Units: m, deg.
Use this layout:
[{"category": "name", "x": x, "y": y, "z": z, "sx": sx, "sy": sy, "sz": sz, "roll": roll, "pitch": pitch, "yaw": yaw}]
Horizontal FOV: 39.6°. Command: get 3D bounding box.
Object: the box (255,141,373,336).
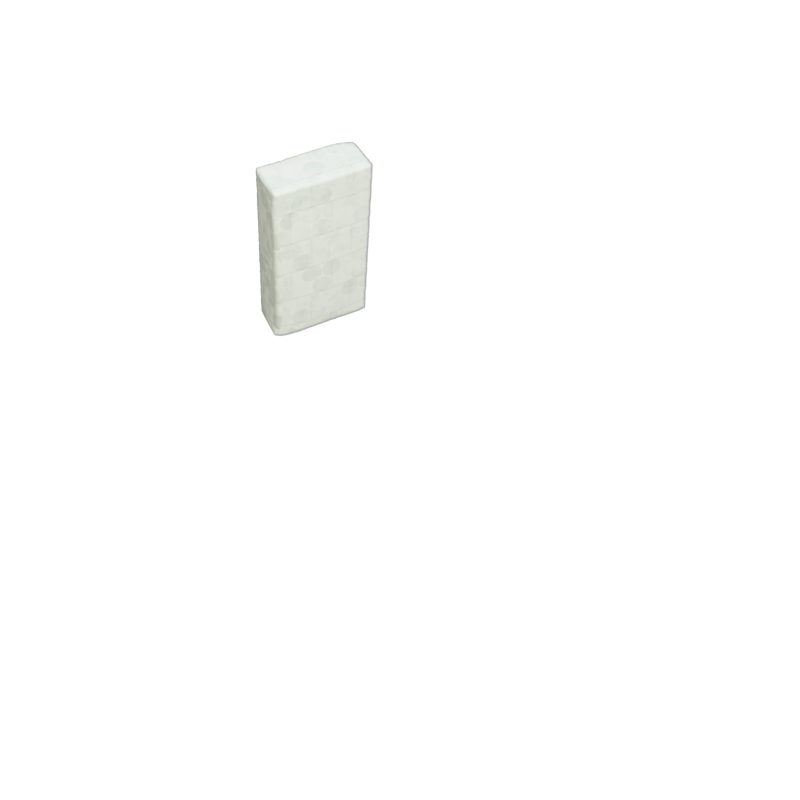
[{"category": "box", "x": -0.076, "y": -0.139, "z": 0.971, "sx": 0.092, "sy": 0.164, "sz": 0.052, "roll": -19, "pitch": 50, "yaw": -21}]
